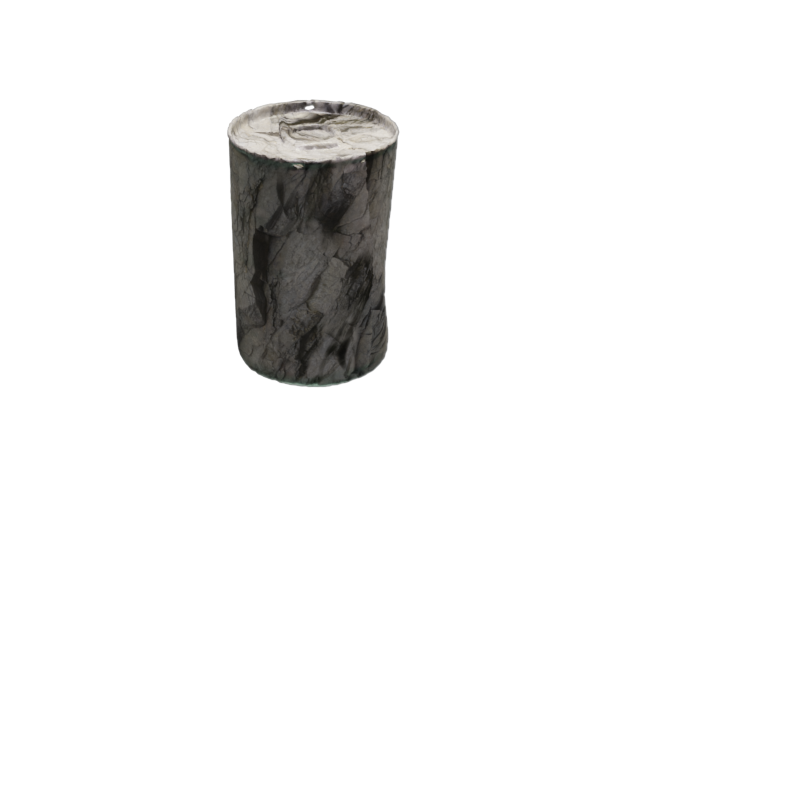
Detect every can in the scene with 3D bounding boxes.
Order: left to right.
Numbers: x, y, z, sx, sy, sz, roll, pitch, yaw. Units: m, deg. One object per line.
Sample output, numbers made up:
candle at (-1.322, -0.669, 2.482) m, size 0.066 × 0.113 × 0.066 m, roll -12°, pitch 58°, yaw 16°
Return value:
can at (-0.036, -0.066, 0.461) m, size 0.068 × 0.096 × 0.073 m, roll 0°, pitch 30°, yaw -2°
